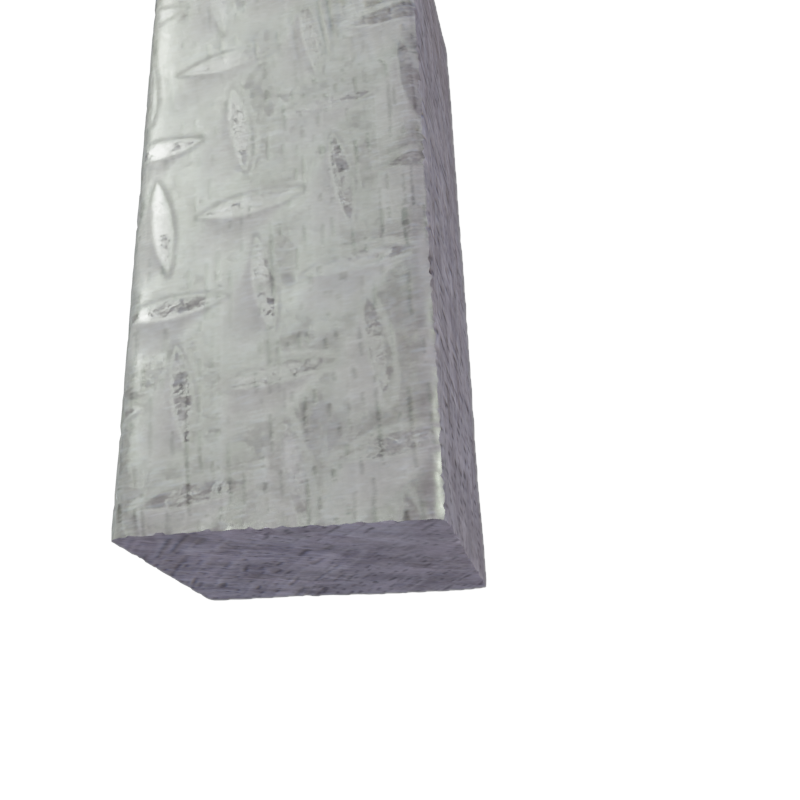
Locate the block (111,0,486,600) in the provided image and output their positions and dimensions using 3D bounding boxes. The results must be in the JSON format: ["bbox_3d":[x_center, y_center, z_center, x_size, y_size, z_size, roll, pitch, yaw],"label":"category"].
[{"bbox_3d":[-0.029,-0.051,0.359,0.091,0.218,0.085,-6,-26,9],"label":"block"}]
